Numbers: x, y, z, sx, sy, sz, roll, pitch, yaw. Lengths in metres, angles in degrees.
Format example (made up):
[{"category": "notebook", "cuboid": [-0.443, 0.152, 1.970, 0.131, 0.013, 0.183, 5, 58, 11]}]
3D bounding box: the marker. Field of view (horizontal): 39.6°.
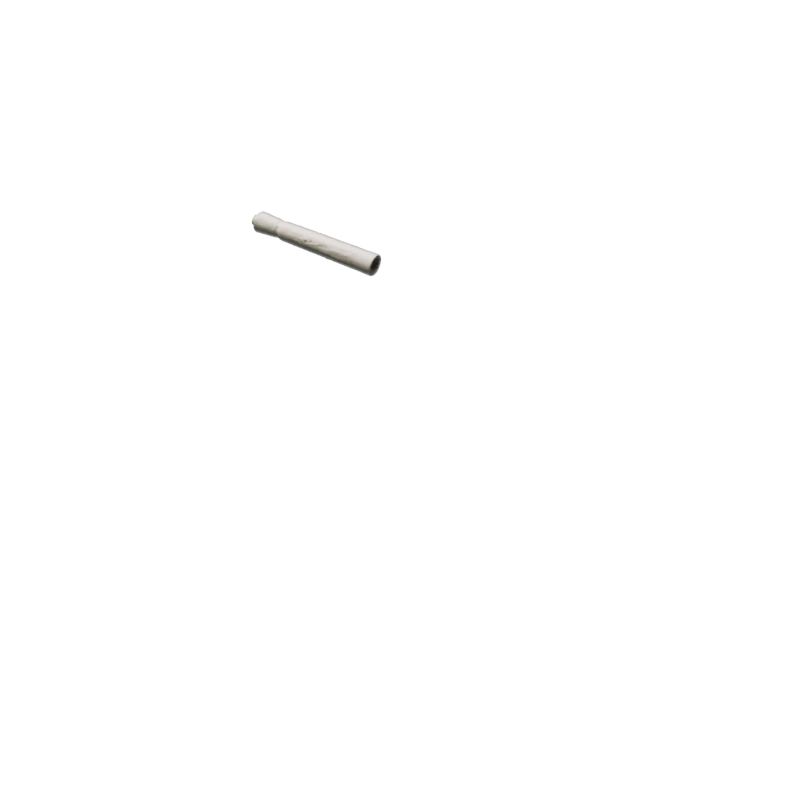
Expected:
[{"category": "marker", "cuboid": [-0.072, -0.131, 0.919, 0.127, 0.019, 0.019, 24, 14, 26]}]
